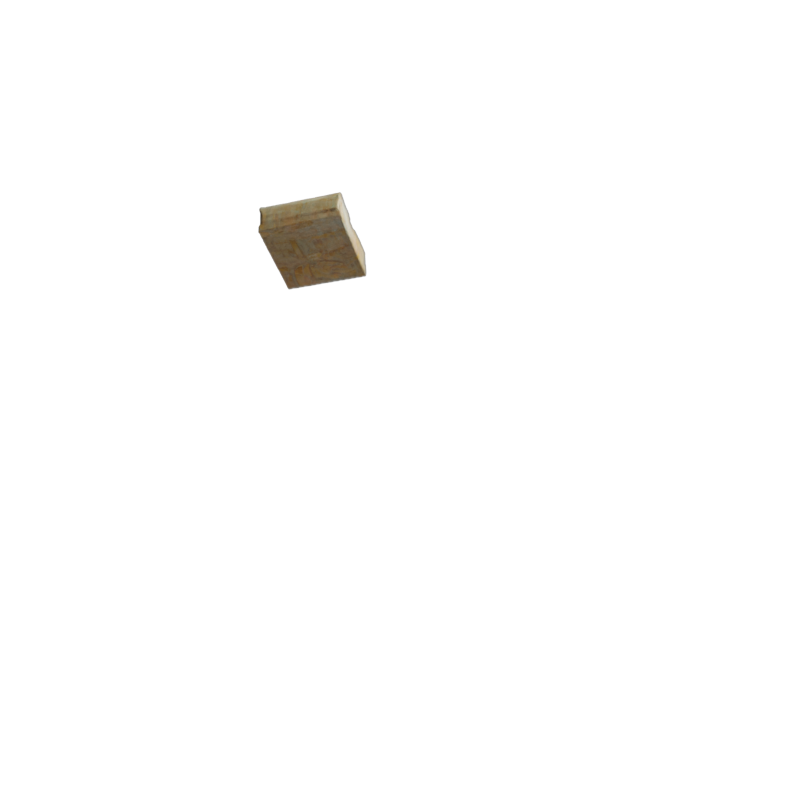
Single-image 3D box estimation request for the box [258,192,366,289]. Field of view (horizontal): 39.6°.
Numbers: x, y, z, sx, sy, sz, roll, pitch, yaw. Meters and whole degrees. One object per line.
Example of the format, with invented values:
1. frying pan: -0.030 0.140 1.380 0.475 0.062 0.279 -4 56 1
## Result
1. box: -0.075 -0.137 0.961 0.074 0.032 0.082 -9 -36 12
